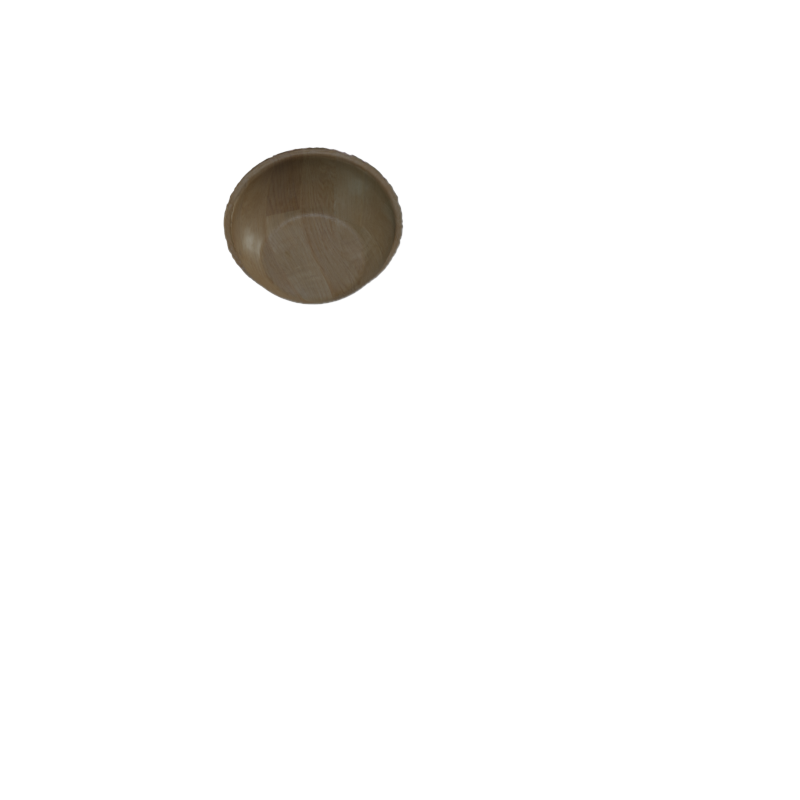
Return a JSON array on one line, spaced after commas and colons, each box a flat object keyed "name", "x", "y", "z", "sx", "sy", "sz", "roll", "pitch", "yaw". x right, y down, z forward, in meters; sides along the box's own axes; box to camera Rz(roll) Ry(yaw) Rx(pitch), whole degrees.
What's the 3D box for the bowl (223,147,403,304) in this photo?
[{"name": "bowl", "x": -0.077, "y": -0.140, "z": 0.979, "sx": 0.162, "sy": 0.152, "sz": 0.059, "roll": 1, "pitch": 35, "yaw": -1}]
